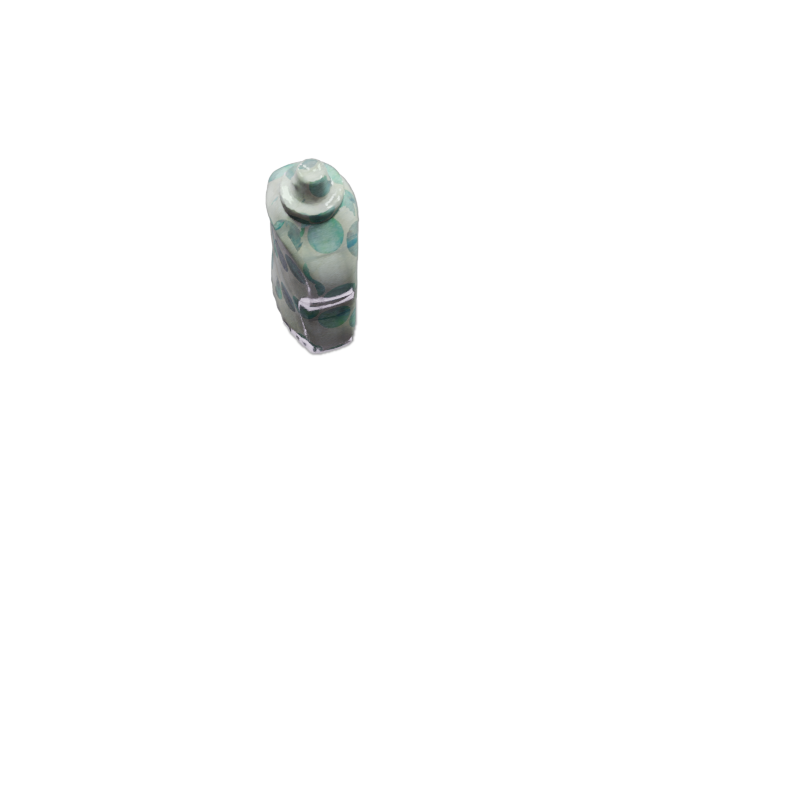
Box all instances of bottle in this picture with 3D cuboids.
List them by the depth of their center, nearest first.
[{"bbox_3d":[-0.060,-0.108,0.757,0.058,0.102,0.182,-15,-20,-10],"label":"bottle"}]
